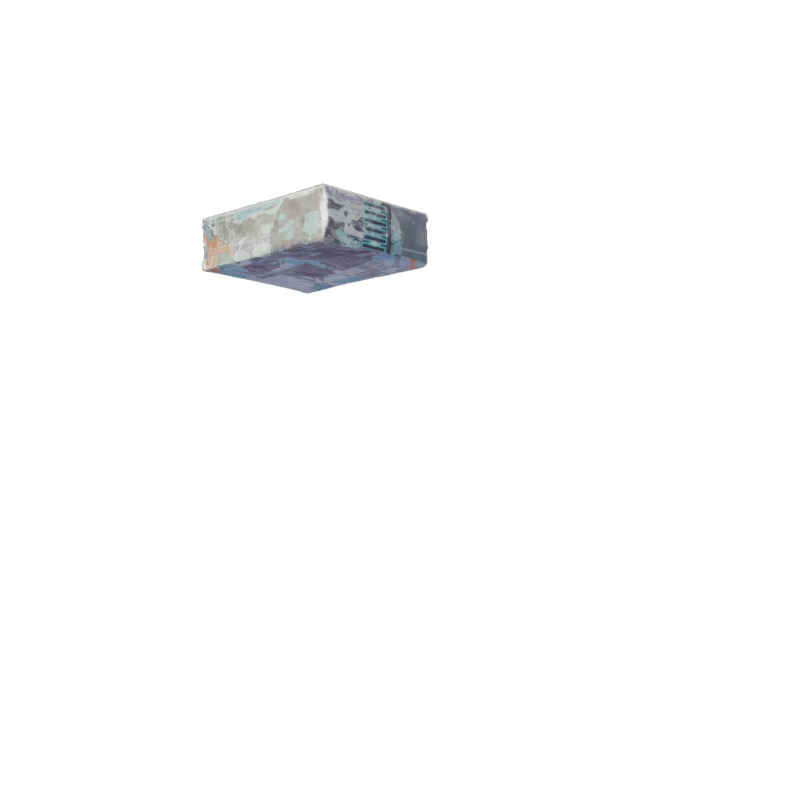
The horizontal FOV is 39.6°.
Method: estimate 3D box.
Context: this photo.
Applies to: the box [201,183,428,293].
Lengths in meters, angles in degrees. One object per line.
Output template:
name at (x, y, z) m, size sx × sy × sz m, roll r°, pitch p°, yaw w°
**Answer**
box at (-0.053, -0.097, 0.679) m, size 0.116 × 0.040 × 0.085 m, roll -9°, pitch -13°, yaw 43°
